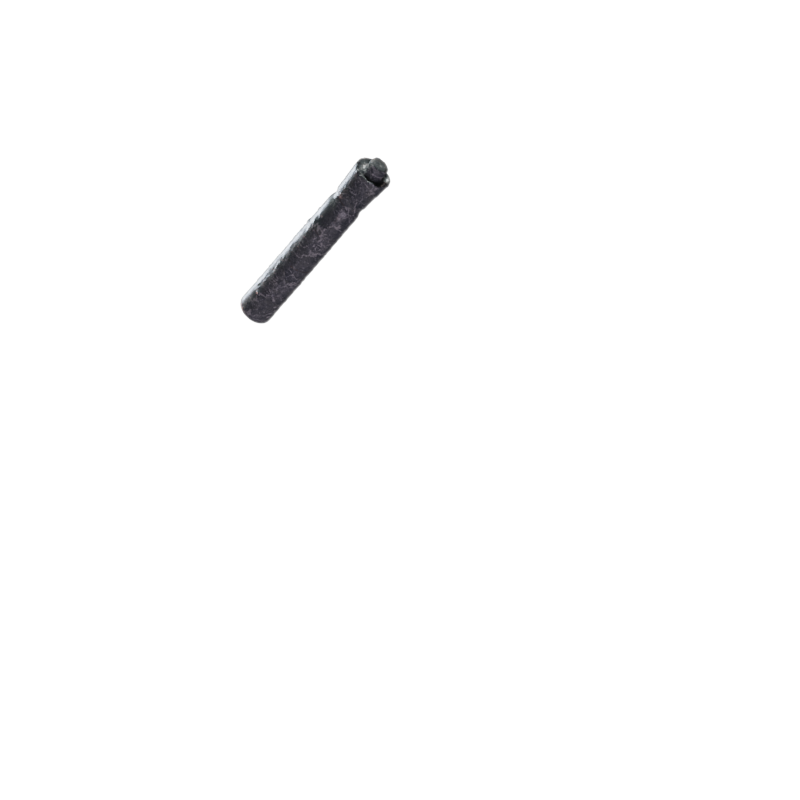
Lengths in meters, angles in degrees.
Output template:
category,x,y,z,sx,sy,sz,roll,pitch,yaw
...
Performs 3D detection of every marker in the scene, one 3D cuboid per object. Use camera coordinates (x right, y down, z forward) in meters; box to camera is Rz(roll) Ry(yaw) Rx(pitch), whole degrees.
category,x,y,z,sx,sy,sz,roll,pitch,yaw
marker,-0.043,-0.079,0.551,0.019,0.021,0.118,-2,-30,-43
